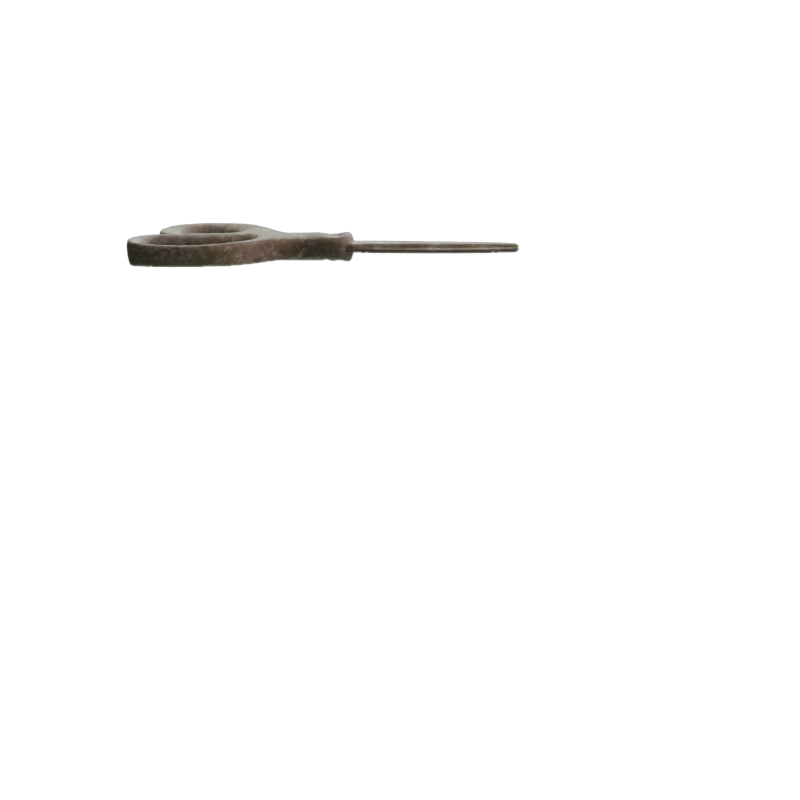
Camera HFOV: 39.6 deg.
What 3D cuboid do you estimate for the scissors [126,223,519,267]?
[{"bbox_3d":[-0.047,-0.086,0.605,0.199,0.015,0.100,-4,17,-12],"label":"scissors"}]
